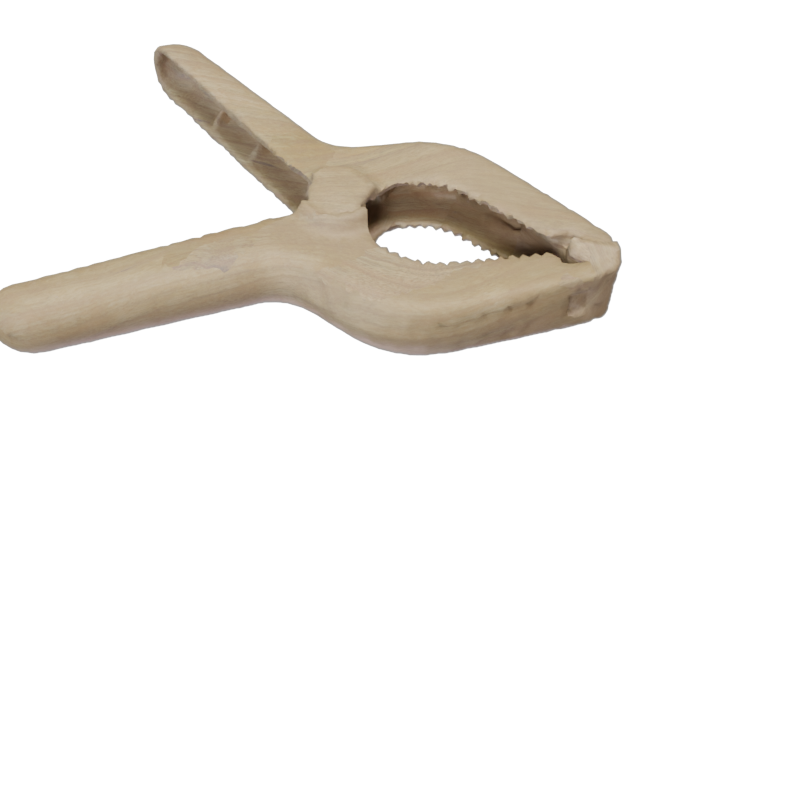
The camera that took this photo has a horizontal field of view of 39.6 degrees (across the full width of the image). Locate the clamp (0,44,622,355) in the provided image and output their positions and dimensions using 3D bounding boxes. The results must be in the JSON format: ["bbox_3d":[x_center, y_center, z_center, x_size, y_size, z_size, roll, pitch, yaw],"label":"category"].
[{"bbox_3d":[-0.031,-0.057,0.401,0.216,0.172,0.034,17,-38,14],"label":"clamp"}]
